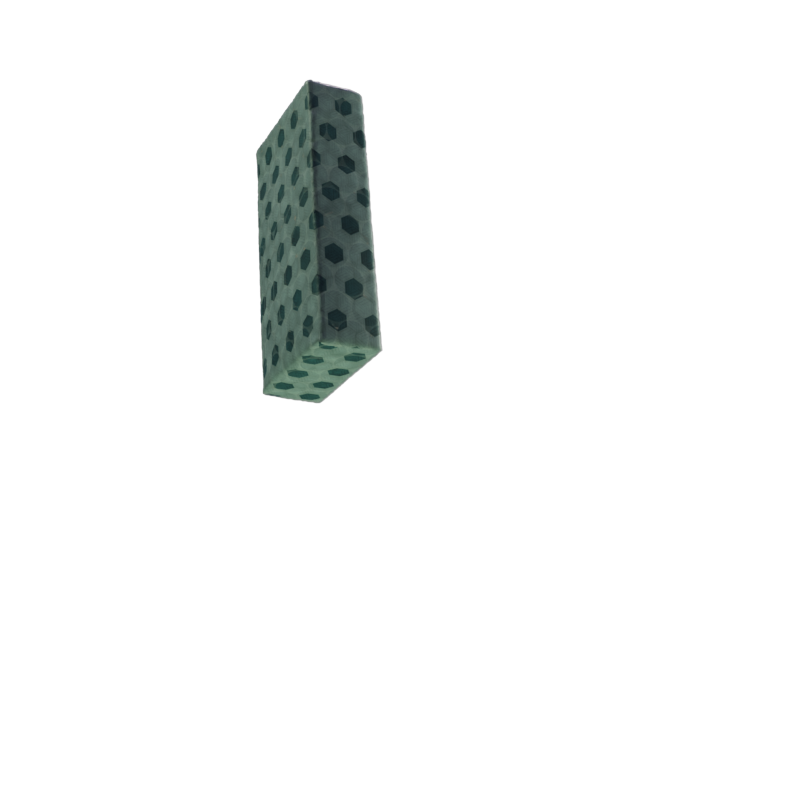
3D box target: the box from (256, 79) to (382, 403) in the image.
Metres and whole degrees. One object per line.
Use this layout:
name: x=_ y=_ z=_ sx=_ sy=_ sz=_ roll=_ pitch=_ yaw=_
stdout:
box: x=-0.053 y=-0.097 z=0.680 sx=0.046 sy=0.187 sz=0.091 roll=11 pitch=-28 yaw=-25
